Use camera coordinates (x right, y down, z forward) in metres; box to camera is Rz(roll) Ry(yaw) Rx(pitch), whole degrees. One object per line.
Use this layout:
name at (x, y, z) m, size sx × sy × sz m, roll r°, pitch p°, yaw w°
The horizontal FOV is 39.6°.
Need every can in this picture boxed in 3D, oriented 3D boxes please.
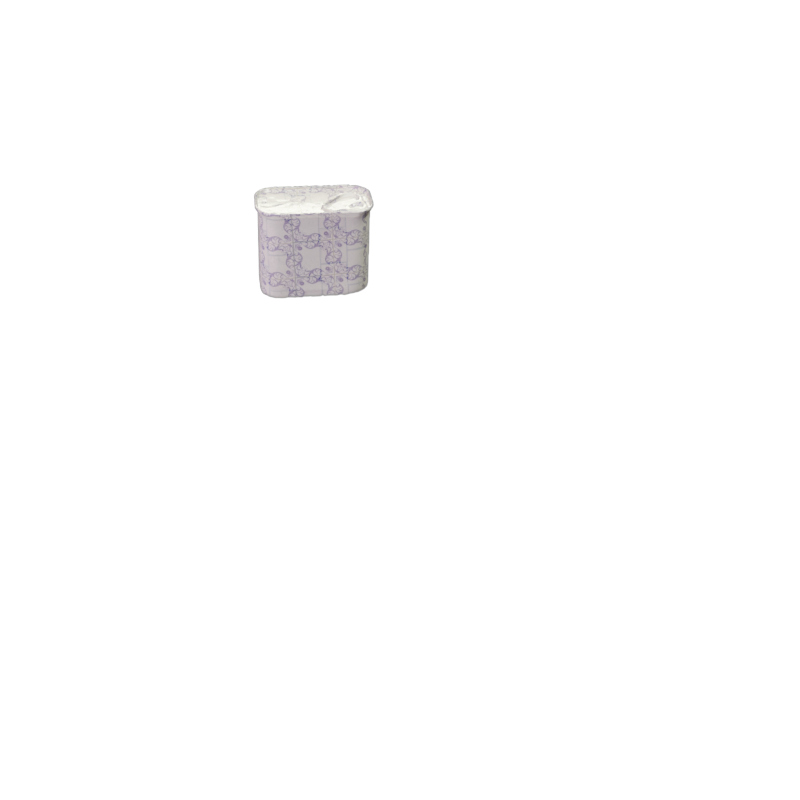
can at (-0.076, -0.139, 0.972) m, size 0.101 × 0.079 × 0.061 m, roll -2°, pitch 30°, yaw -6°
